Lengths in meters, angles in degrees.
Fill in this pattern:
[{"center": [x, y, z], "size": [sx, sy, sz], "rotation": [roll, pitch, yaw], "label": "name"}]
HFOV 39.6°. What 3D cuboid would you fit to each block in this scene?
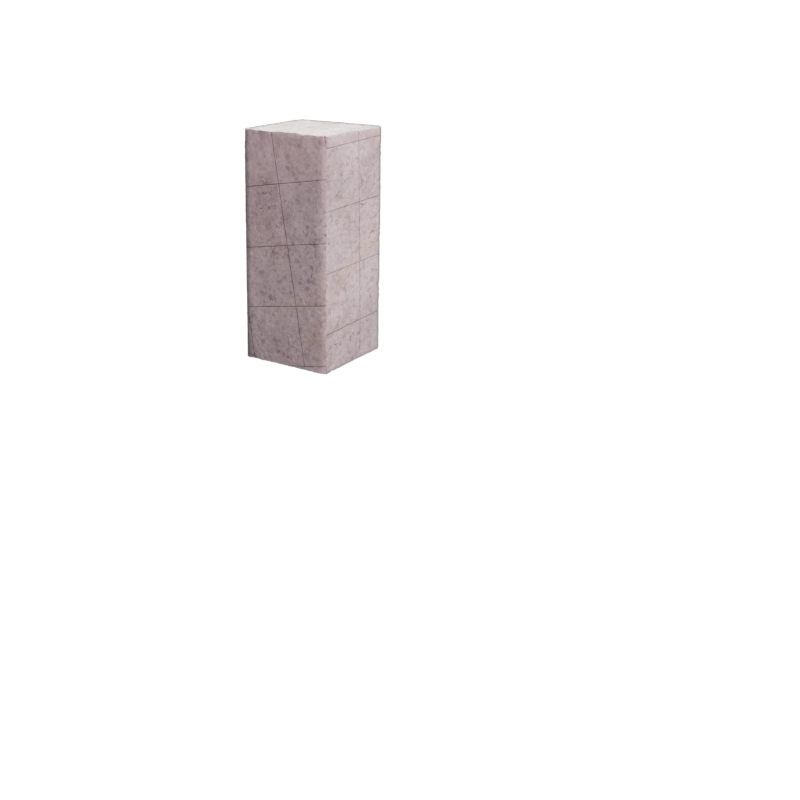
[{"center": [-0.078, -0.141, 0.988], "size": [0.094, 0.199, 0.090], "rotation": [10, 17, 31], "label": "block"}]
